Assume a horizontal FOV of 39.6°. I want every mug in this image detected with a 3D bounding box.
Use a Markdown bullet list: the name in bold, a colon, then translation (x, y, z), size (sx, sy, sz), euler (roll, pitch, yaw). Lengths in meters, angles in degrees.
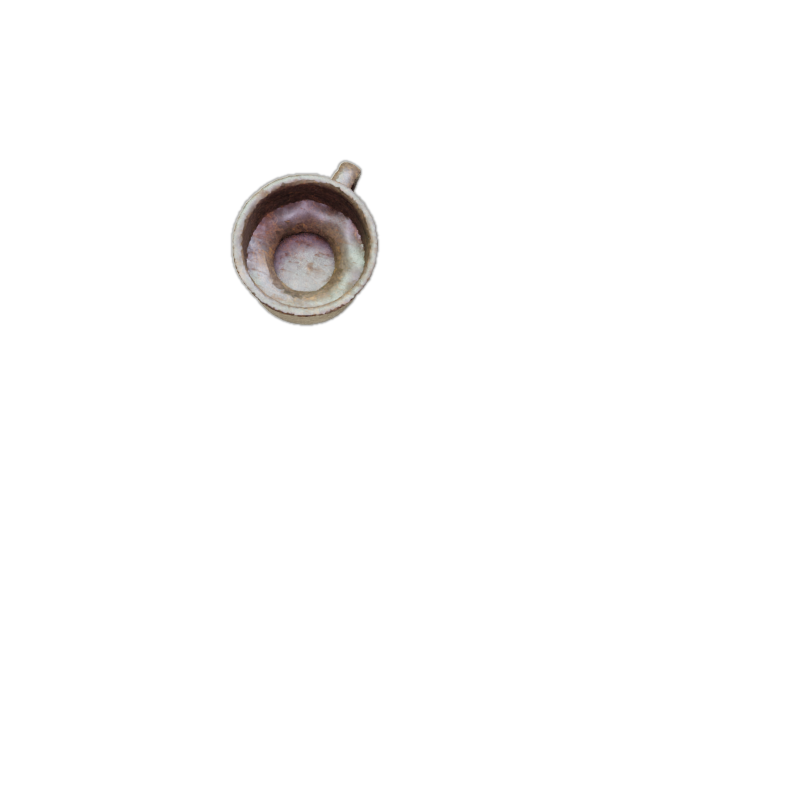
- **mug**: translation (-0.058, -0.106, 0.742), size (0.094, 0.119, 0.079), euler (24, -10, 2)
